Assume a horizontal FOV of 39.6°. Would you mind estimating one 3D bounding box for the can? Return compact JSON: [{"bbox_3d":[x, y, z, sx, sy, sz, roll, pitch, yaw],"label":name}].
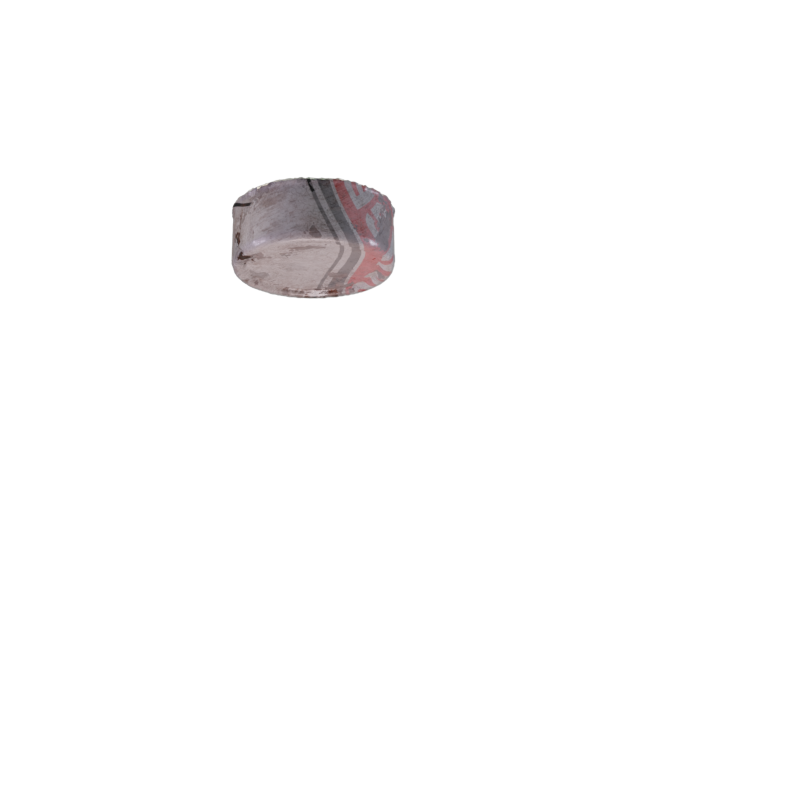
[{"bbox_3d":[-0.045,-0.082,0.577,0.086,0.035,0.082,0,-17,-2],"label":"can"}]
